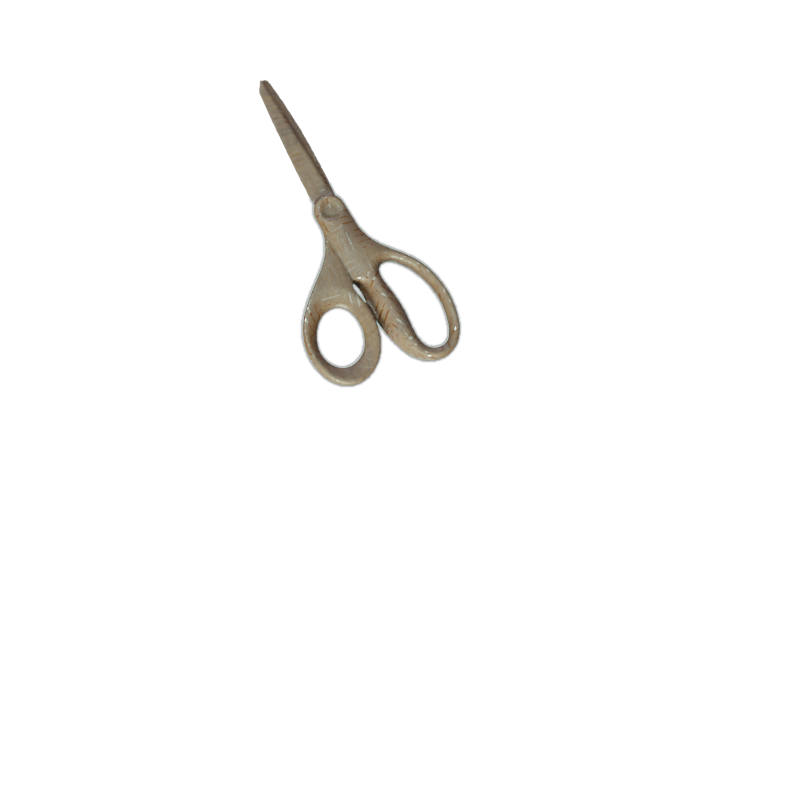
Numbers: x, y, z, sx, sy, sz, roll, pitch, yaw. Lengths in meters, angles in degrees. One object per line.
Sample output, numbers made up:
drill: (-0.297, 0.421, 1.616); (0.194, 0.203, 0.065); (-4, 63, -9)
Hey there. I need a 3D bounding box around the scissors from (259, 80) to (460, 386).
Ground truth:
scissors: (-0.050, -0.092, 0.643); (0.097, 0.210, 0.015); (-39, -16, -13)
